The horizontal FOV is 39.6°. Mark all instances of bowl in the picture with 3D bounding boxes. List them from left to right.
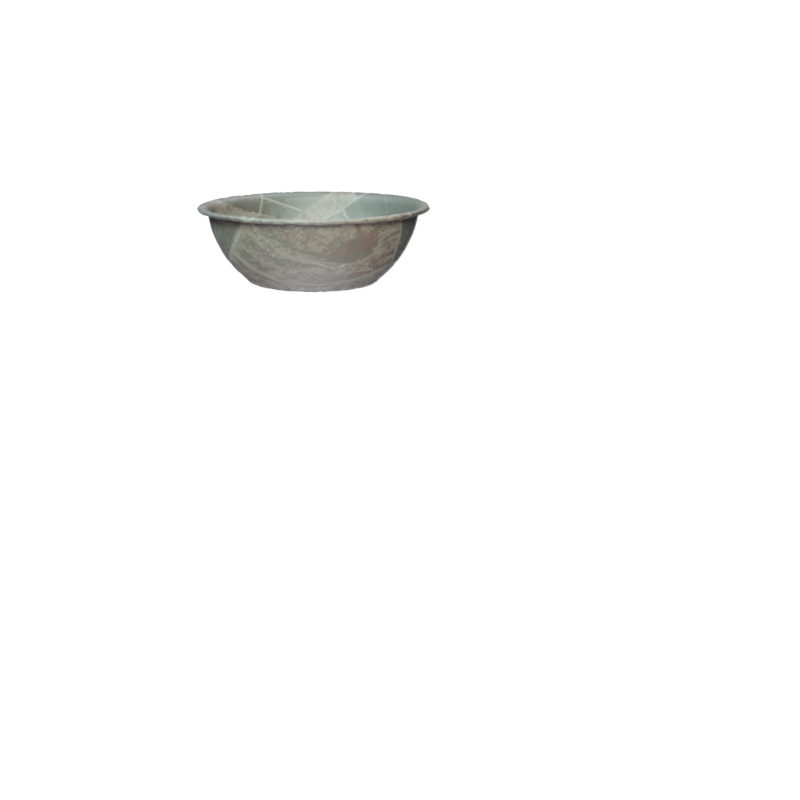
[{"bbox_3d":[-0.061,-0.111,0.778,0.162,0.053,0.167,-1,16,-2],"label":"bowl"}]
